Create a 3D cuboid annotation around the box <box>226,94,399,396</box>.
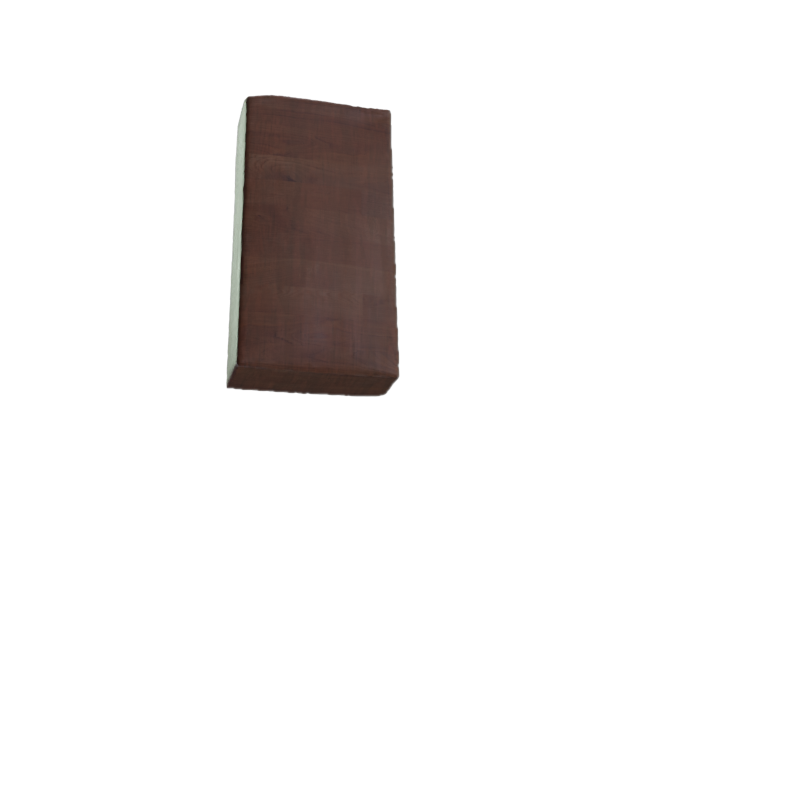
[{"bbox_3d":[-0.051,-0.093,0.648,0.092,0.186,0.046,4,-24,-12],"label":"box"}]
